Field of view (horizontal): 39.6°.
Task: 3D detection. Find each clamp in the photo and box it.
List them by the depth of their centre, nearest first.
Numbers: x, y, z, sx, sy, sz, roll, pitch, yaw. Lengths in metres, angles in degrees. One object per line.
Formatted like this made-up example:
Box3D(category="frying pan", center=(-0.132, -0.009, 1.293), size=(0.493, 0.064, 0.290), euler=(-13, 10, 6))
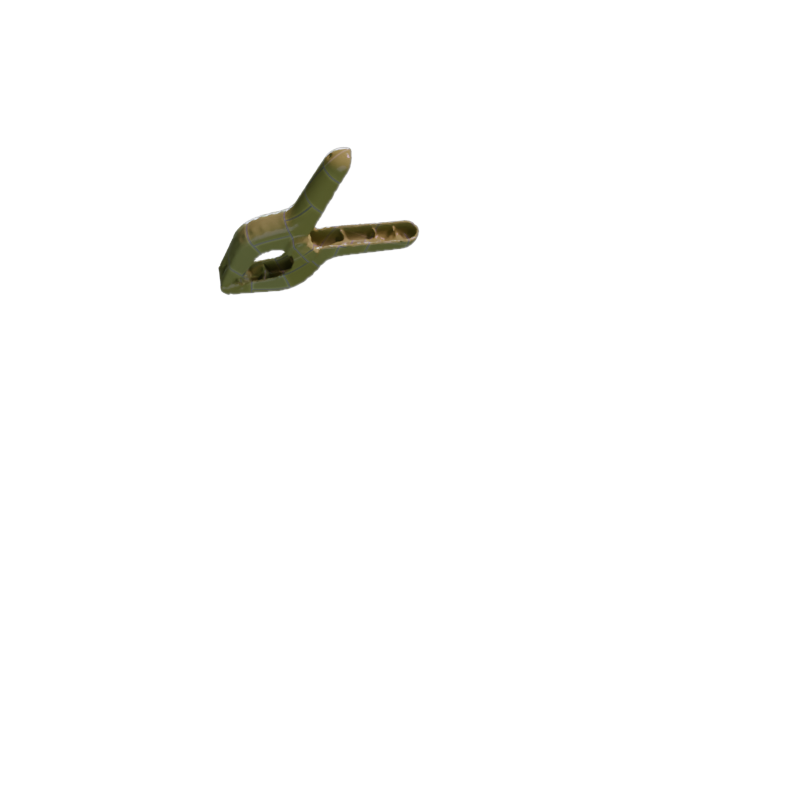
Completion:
Box3D(category="clamp", center=(-0.072, -0.132, 0.926), size=(0.171, 0.042, 0.112), euler=(-30, -52, 27))
